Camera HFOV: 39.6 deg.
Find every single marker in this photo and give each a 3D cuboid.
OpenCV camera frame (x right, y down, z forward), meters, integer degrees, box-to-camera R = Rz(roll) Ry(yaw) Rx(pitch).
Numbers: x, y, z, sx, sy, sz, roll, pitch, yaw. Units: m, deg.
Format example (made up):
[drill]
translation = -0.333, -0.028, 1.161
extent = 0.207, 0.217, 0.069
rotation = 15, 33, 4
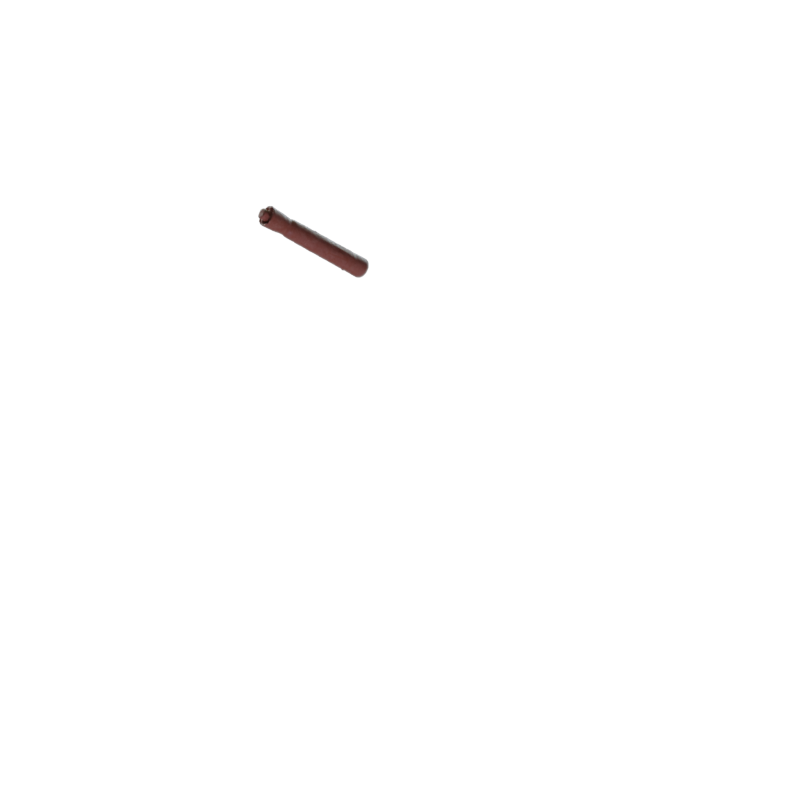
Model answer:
[marker]
translation = -0.076, -0.138, 0.969
extent = 0.113, 0.020, 0.021
rotation = 25, -13, -36
